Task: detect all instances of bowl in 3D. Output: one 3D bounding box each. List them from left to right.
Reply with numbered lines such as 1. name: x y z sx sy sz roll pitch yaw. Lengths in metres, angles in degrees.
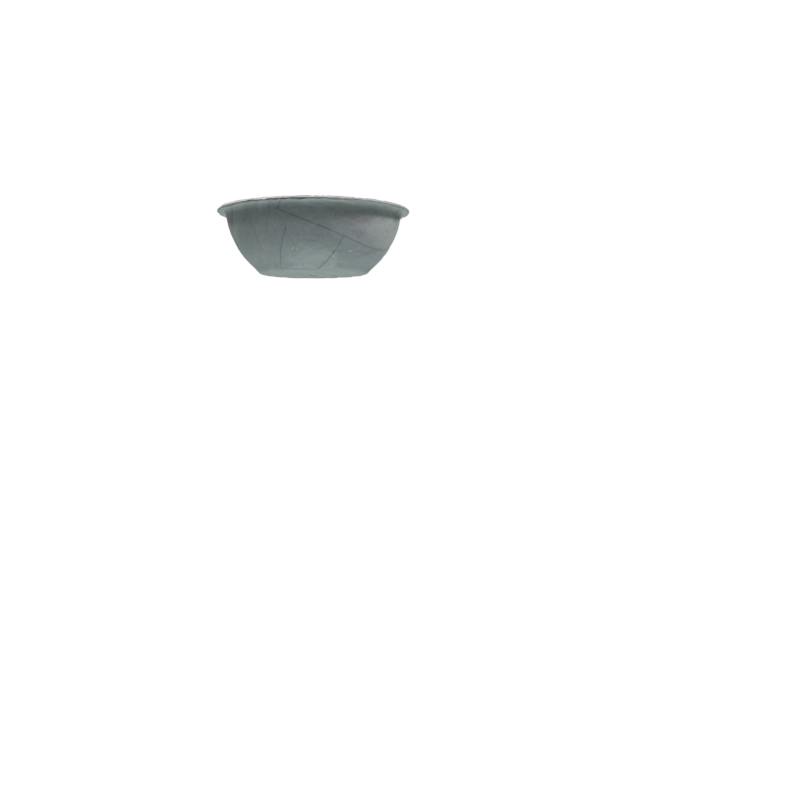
1. bowl: -0.073 -0.133 0.932 0.162 0.055 0.161 0 0 -2
